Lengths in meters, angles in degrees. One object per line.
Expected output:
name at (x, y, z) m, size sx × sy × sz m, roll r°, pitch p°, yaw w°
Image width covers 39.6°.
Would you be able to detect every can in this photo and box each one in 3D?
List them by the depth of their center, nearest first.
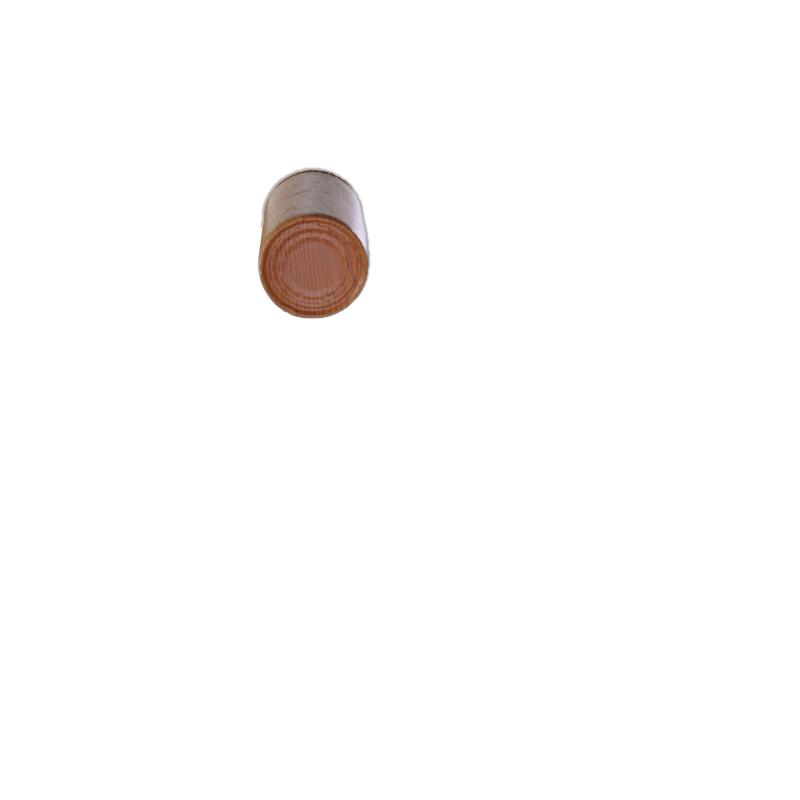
can at (-0.055, -0.100, 0.703) m, size 0.068 × 0.065 × 0.107 m, roll 0°, pitch 24°, yaw -3°
